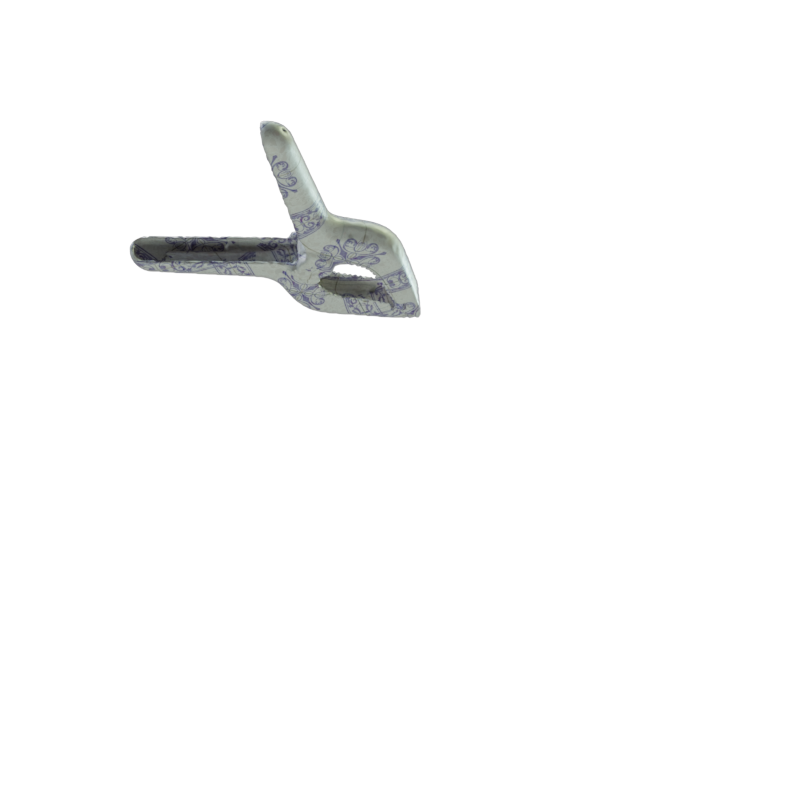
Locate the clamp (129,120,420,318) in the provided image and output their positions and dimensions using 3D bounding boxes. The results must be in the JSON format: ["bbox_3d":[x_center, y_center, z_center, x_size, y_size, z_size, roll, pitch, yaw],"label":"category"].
[{"bbox_3d":[-0.060,-0.110,0.770,0.200,0.039,0.161,20,-38,-28],"label":"clamp"}]
